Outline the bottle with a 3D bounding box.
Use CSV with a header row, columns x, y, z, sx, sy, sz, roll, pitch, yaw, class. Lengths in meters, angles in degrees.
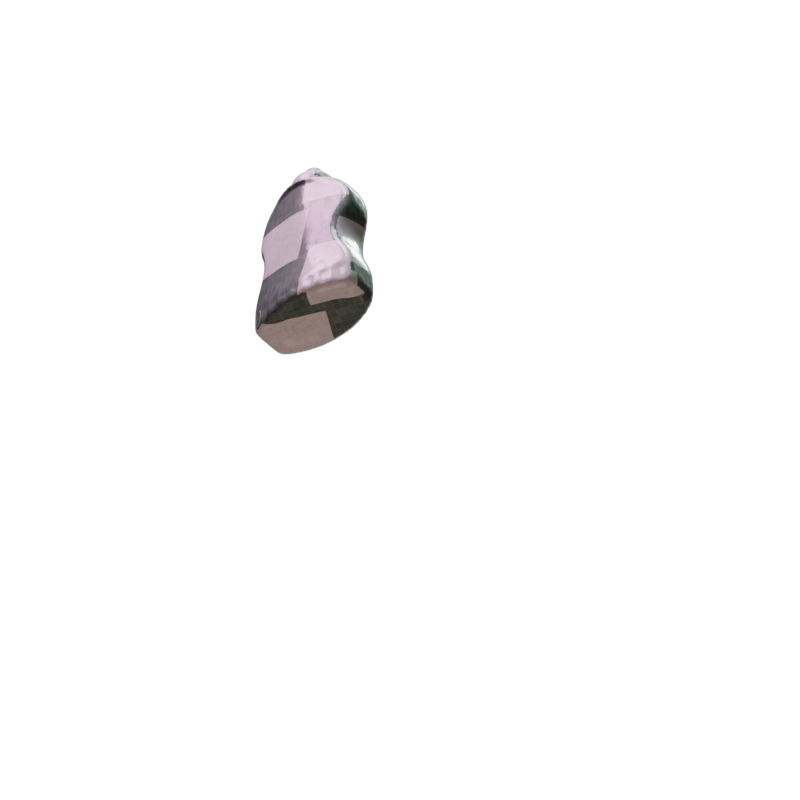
x,y,z,sx,sy,sz,roll,pitch,yaw,class
-0.071,-0.130,0.913,0.096,0.206,0.054,-31,-52,23,bottle
